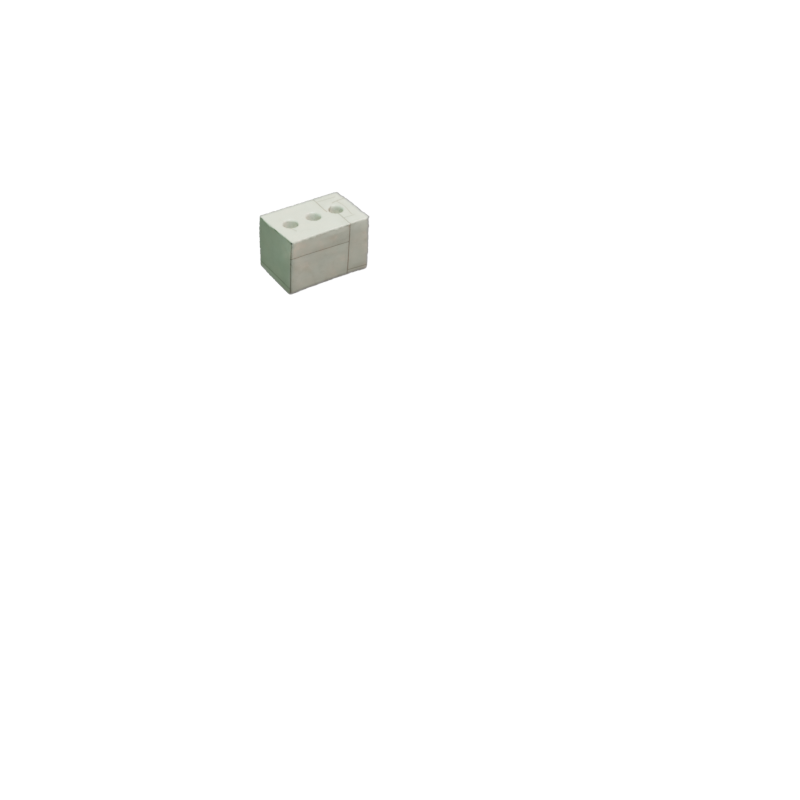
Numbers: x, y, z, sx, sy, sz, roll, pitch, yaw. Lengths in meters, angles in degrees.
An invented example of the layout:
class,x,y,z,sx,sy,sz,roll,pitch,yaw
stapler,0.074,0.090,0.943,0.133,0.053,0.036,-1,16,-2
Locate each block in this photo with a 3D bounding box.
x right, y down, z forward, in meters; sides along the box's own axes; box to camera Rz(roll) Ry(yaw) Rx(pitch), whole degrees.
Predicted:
class,x,y,z,sx,sy,sz,roll,pitch,yaw
block,-0.072,-0.132,0.923,0.077,0.048,0.057,-22,43,-27
